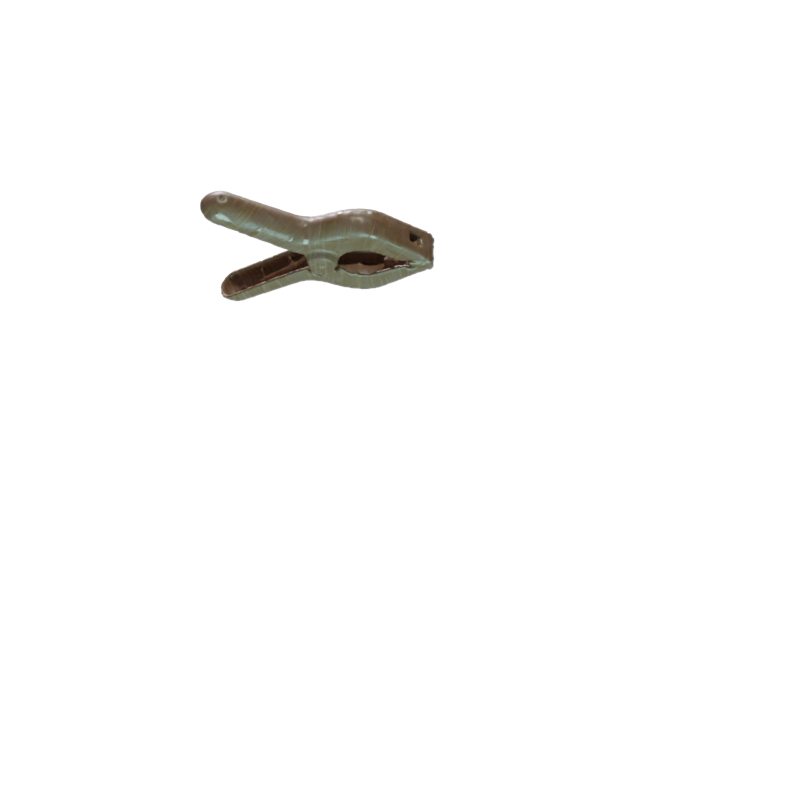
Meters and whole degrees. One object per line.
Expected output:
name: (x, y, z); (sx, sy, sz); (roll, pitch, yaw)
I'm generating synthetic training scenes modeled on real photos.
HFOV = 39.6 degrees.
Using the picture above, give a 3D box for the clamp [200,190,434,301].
clamp: (-0.063, -0.116, 0.811); (0.173, 0.042, 0.112); (-5, -25, 10)
